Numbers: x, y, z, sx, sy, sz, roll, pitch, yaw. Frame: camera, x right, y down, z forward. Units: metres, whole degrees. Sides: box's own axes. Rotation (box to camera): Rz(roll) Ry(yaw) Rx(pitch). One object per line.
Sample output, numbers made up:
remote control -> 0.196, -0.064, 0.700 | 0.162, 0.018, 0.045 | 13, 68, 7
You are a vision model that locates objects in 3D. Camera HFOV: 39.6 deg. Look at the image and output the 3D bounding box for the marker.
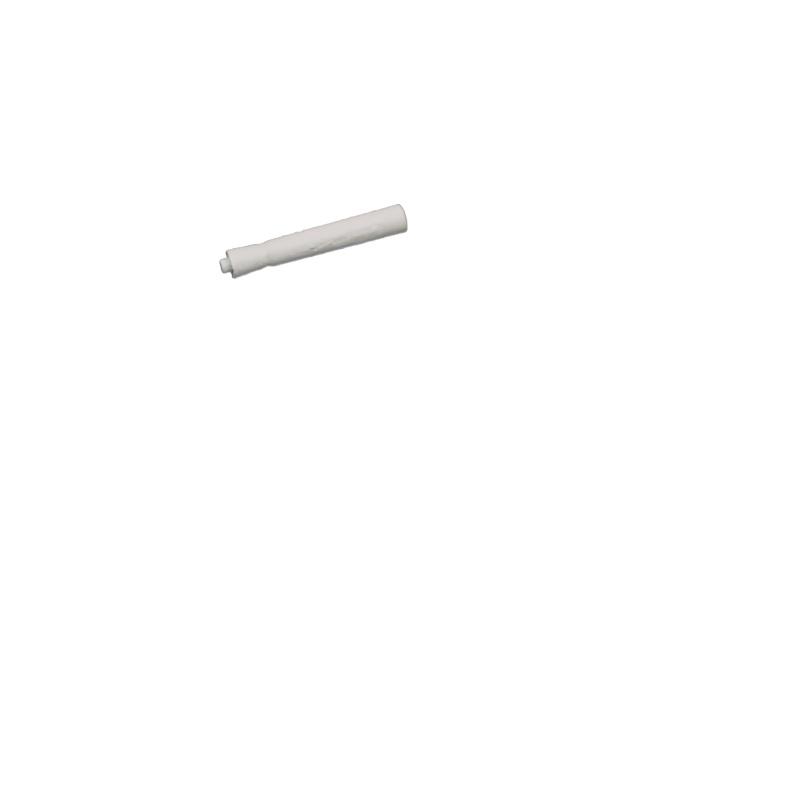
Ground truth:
marker -> -0.055, -0.100, 0.698 | 0.120, 0.019, 0.020 | -17, 8, -11
